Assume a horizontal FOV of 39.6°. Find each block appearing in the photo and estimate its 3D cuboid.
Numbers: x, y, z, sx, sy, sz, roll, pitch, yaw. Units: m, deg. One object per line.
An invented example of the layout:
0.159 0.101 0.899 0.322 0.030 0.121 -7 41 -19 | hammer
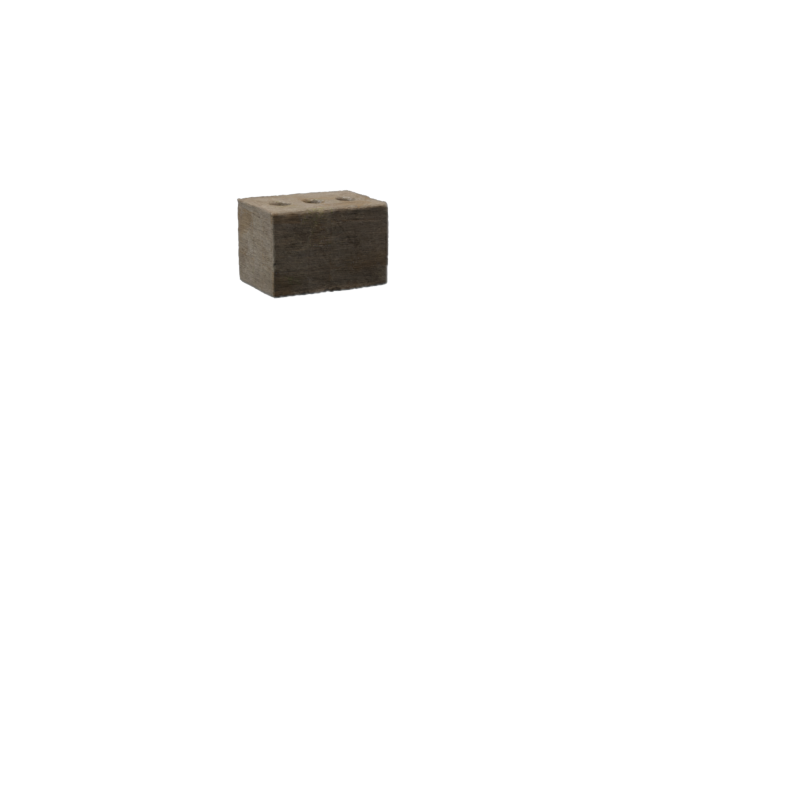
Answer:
-0.052 -0.095 0.662 0.076 0.050 0.056 -9 18 -28 | block
